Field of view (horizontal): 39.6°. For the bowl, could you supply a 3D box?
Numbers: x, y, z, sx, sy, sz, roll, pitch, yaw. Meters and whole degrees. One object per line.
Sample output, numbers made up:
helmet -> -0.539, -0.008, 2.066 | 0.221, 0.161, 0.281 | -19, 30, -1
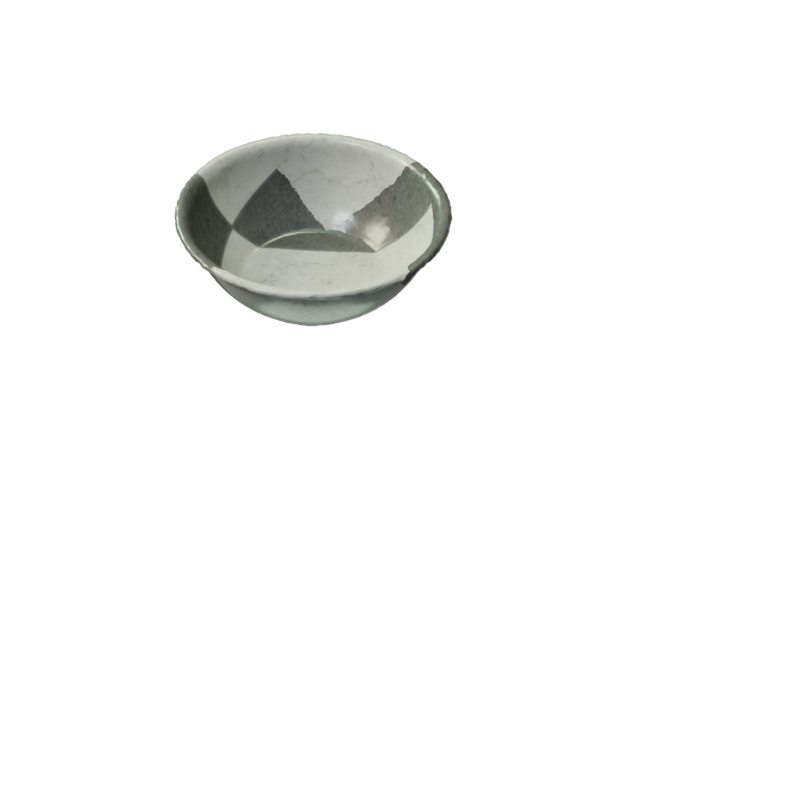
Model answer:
bowl -> -0.052, -0.095, 0.664 | 0.162, 0.051, 0.174 | -1, 43, -1
